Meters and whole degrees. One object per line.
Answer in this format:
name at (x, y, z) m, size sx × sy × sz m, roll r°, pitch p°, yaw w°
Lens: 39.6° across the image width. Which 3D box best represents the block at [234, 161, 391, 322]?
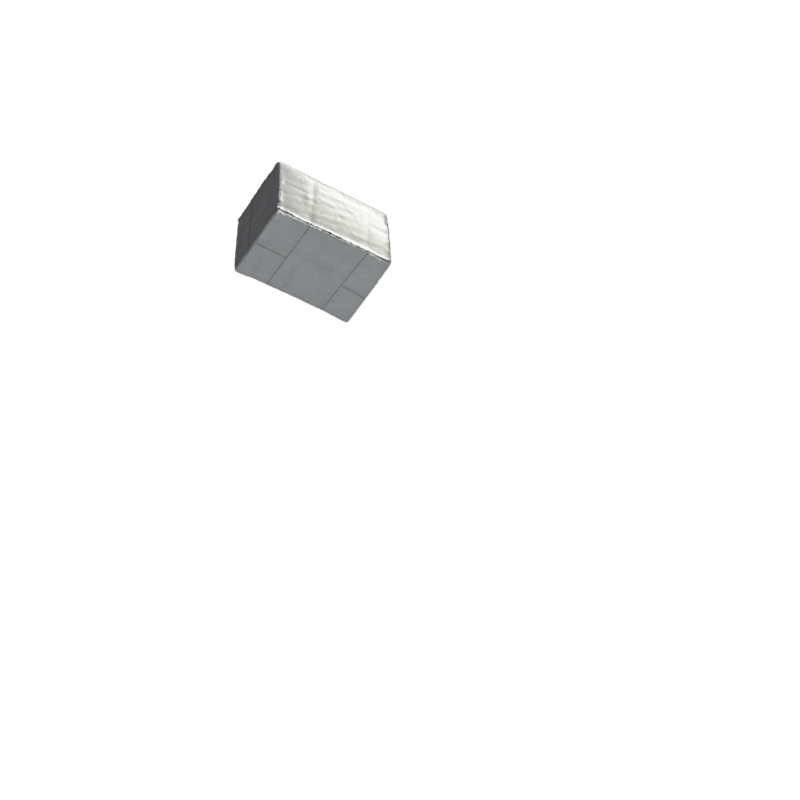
block at (-0.051, -0.093, 0.652) m, size 0.075 × 0.051 × 0.055 m, roll 25°, pitch 34°, yaw -20°
